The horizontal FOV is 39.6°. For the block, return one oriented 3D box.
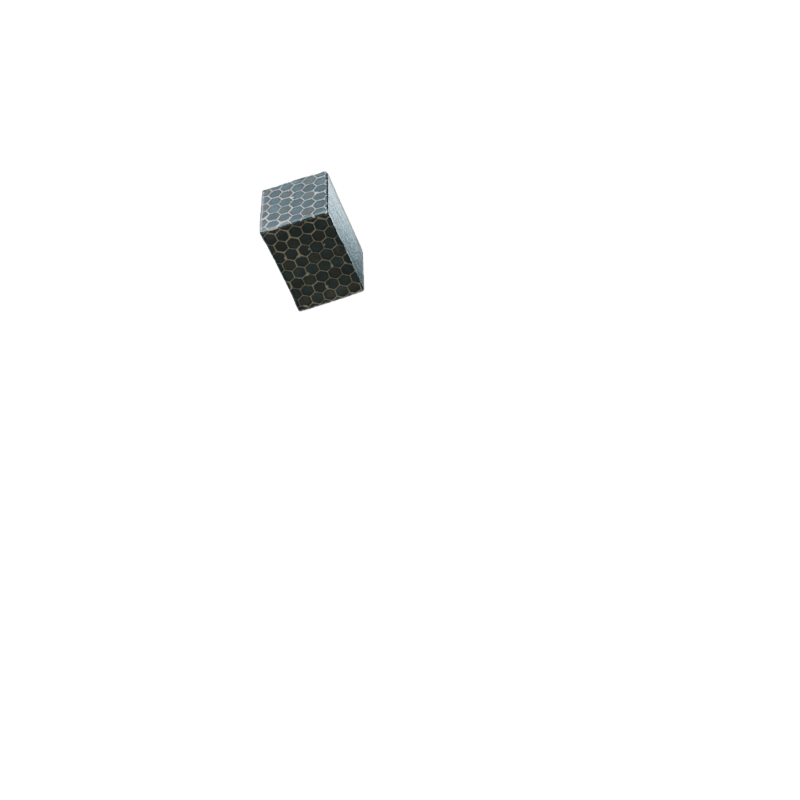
[{"bbox_3d":[-0.062,-0.114,0.797,0.053,0.072,0.055,-16,38,11],"label":"block"}]
